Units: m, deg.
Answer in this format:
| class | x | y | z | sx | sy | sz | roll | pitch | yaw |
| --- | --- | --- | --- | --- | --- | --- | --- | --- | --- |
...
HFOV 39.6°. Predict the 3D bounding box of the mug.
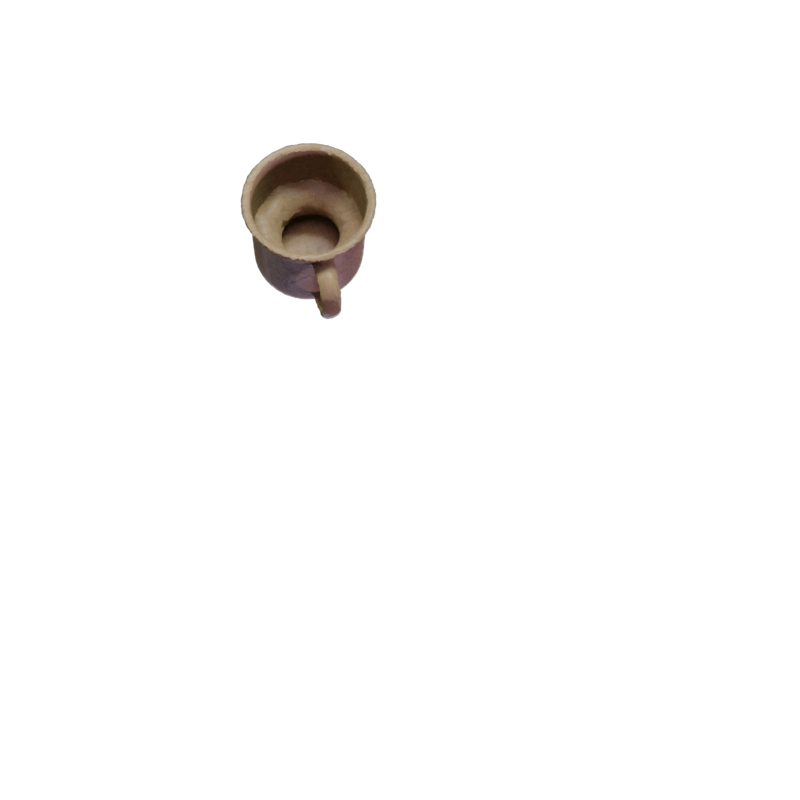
| class | x | y | z | sx | sy | sz | roll | pitch | yaw |
| --- | --- | --- | --- | --- | --- | --- | --- | --- | --- |
| mug | -0.062 | -0.113 | 0.788 | 0.093 | 0.124 | 0.077 | -15 | -23 | -8 |
